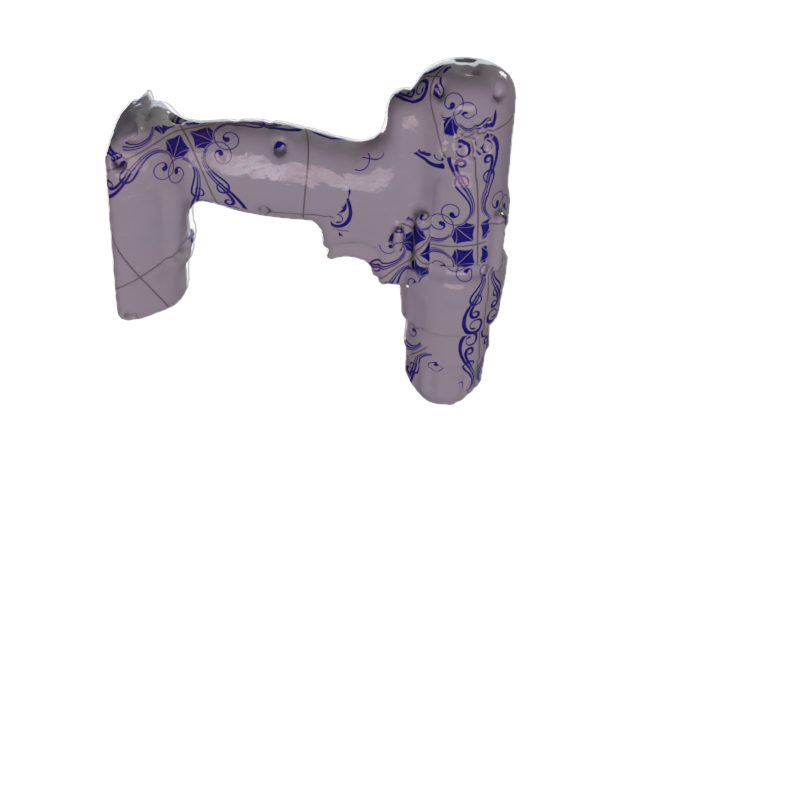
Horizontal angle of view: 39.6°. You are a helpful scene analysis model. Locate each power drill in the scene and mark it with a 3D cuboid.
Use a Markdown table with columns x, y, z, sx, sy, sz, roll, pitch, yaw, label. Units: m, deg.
| x | y | z | sx | sy | sz | roll | pitch | yaw | label |
| --- | --- | --- | --- | --- | --- | --- | --- | --- | --- |
| -0.042 | -0.076 | 0.533 | 0.187 | 0.173 | 0.061 | 1 | 32 | -1 | power drill |
